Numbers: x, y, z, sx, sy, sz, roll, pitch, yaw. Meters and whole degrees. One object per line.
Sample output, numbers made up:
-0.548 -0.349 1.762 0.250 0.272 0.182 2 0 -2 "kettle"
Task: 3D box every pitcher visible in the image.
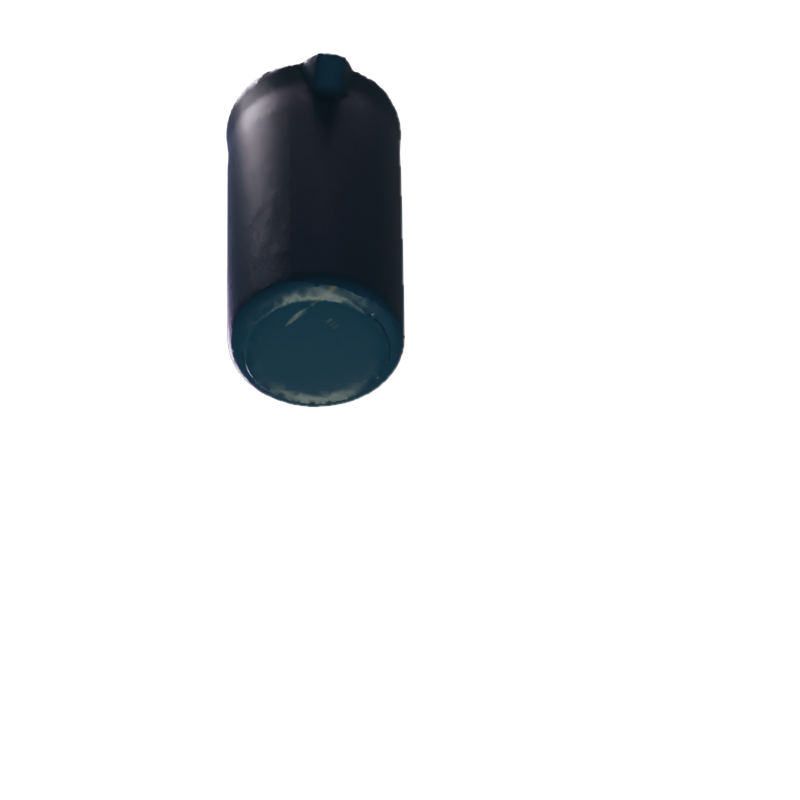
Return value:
-0.060 -0.109 0.764 0.145 0.261 0.139 -27 -51 20 "pitcher"
